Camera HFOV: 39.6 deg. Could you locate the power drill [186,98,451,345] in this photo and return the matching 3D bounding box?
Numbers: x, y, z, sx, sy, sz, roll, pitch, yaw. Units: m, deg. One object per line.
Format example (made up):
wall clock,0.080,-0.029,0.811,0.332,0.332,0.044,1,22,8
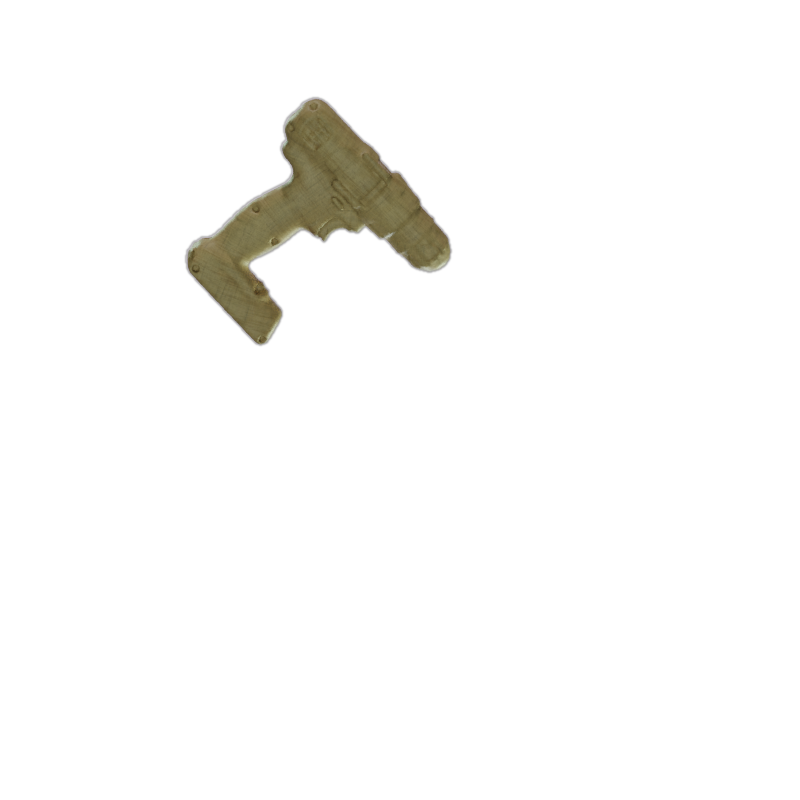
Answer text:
power drill,-0.074,-0.136,0.951,0.187,0.181,0.059,-42,7,6
